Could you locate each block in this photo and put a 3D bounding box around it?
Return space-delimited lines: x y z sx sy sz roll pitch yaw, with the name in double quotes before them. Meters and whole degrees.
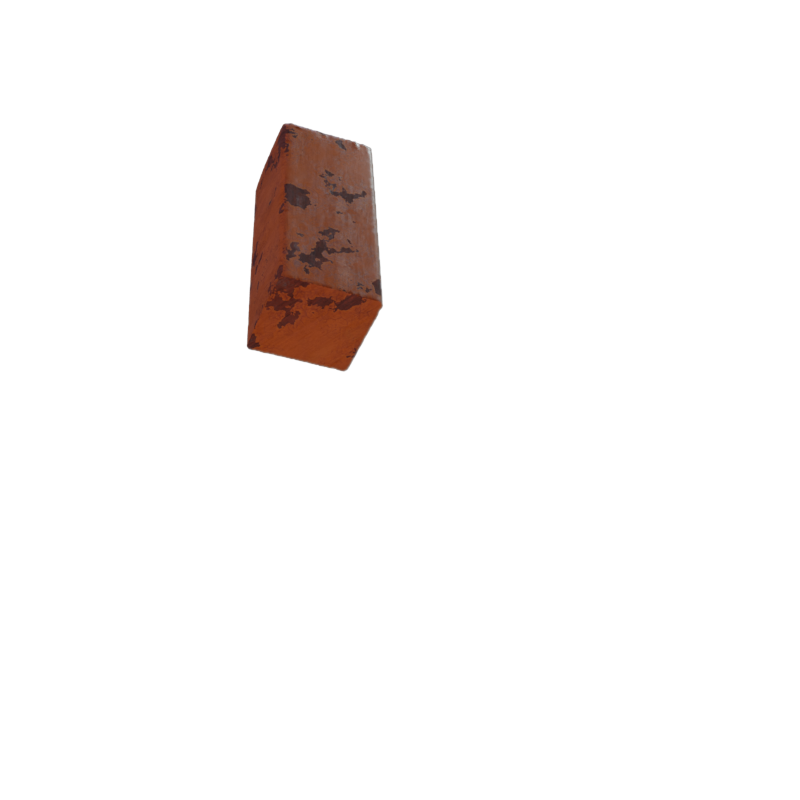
"block" -0.076 -0.139 0.972 0.088 0.221 0.086 14 -47 -17
